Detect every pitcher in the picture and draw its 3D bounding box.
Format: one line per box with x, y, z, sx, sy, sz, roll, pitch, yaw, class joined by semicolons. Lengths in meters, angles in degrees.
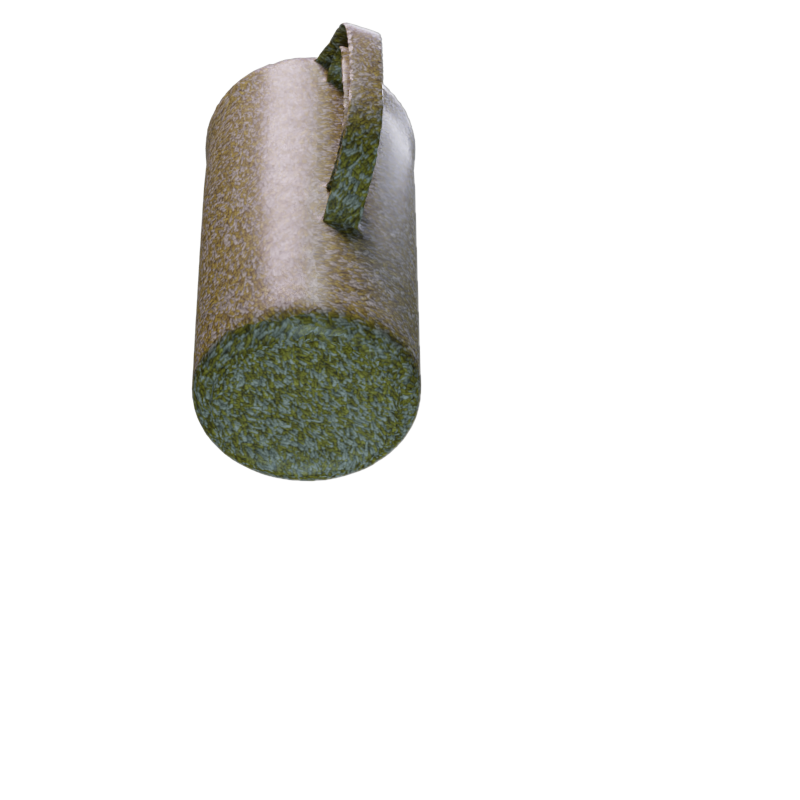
-0.047;-0.086;0.604;0.145;0.138;0.260;-21;37;14;pitcher
